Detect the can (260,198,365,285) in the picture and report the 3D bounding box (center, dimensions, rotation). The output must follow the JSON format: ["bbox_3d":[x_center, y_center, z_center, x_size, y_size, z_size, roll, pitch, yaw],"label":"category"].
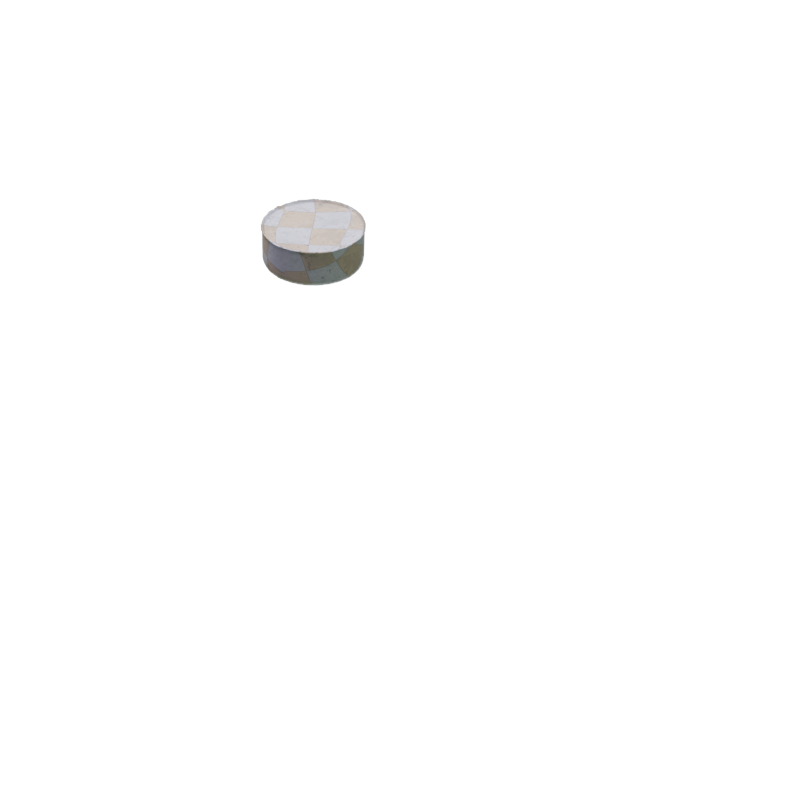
[{"bbox_3d":[-0.072,-0.131,0.914,0.086,0.031,0.092,-1,37,-2],"label":"can"}]
